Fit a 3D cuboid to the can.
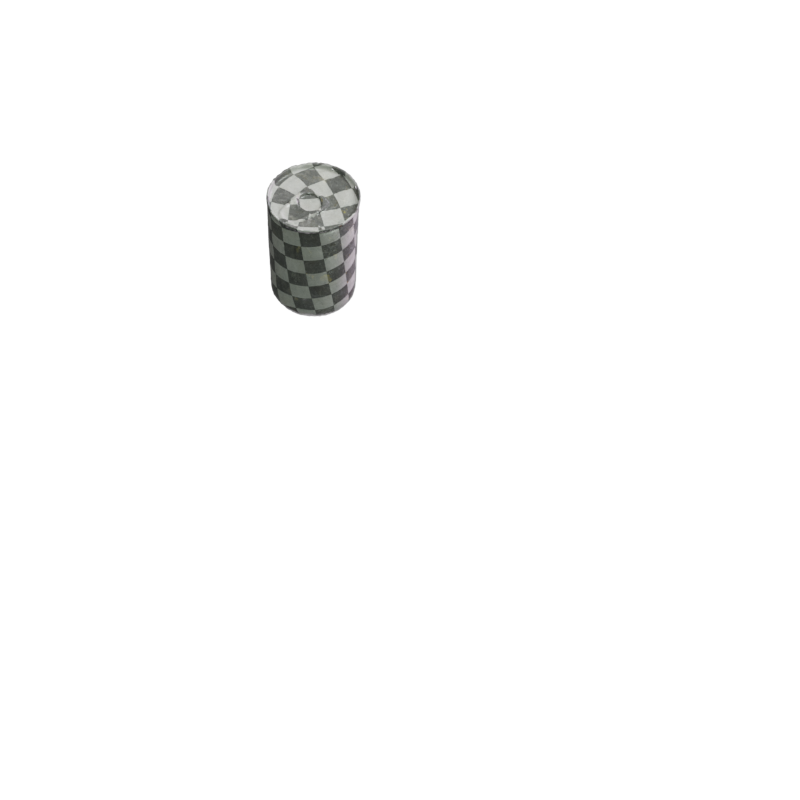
[{"bbox_3d":[-0.065,-0.119,0.833,0.068,0.073,0.095,0,-37,-3],"label":"can"}]
